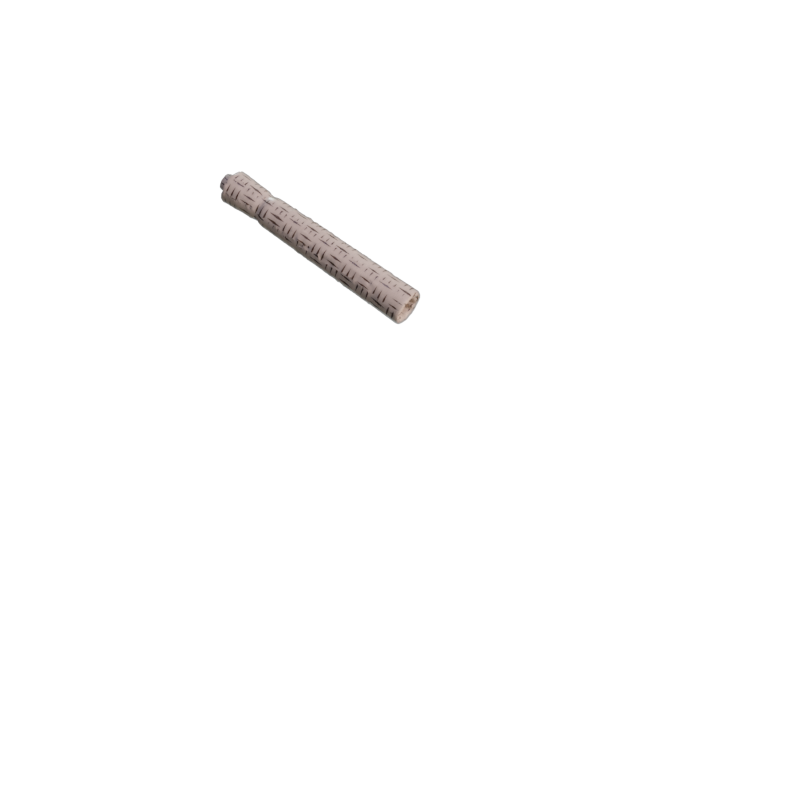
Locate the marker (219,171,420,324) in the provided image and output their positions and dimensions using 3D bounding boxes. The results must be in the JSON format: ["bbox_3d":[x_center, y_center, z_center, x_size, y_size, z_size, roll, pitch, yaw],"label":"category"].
[{"bbox_3d":[-0.043,-0.079,0.552,0.127,0.019,0.019,37,18,22],"label":"marker"}]
